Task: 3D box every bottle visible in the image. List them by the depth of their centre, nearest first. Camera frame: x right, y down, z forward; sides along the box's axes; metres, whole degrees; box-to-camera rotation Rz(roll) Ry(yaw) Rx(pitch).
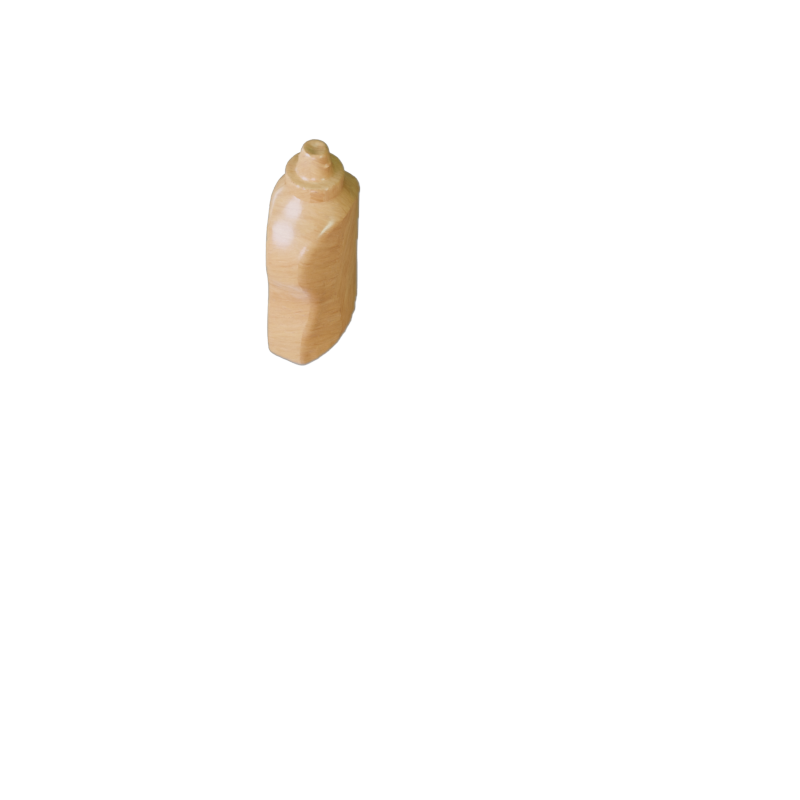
[{"bbox_3d":[-0.063,-0.116,0.813,0.060,0.099,0.179,24,-35,14],"label":"bottle"}]
